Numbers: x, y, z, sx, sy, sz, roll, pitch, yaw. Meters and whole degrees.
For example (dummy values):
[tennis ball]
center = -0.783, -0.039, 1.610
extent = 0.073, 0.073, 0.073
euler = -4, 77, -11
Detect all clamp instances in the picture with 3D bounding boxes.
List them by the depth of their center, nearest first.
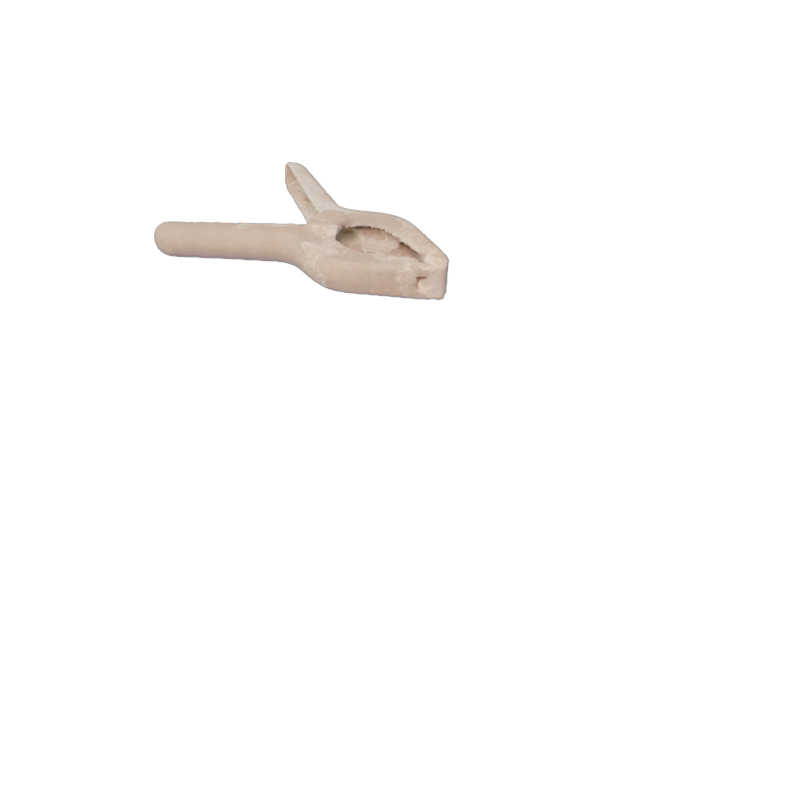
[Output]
[clamp]
center = -0.063, -0.115, 0.807
extent = 0.224, 0.034, 0.164
euler = 27, 42, 35
